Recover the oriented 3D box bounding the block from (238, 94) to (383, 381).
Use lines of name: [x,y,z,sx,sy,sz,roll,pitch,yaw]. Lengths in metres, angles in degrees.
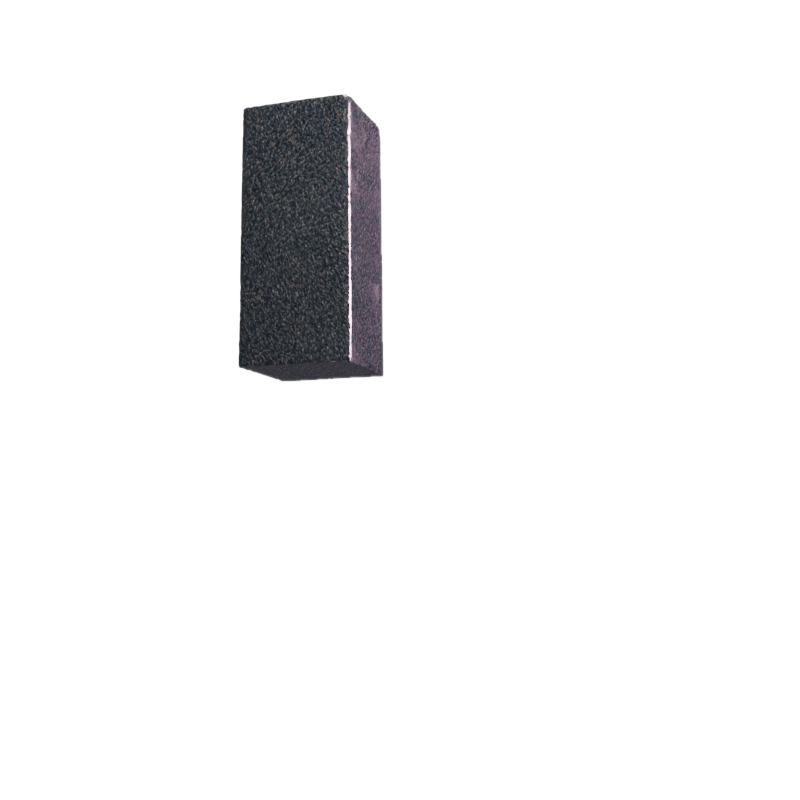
block: [-0.068,-0.125,0.875,0.092,0.213,0.086,-5,-14,18]
